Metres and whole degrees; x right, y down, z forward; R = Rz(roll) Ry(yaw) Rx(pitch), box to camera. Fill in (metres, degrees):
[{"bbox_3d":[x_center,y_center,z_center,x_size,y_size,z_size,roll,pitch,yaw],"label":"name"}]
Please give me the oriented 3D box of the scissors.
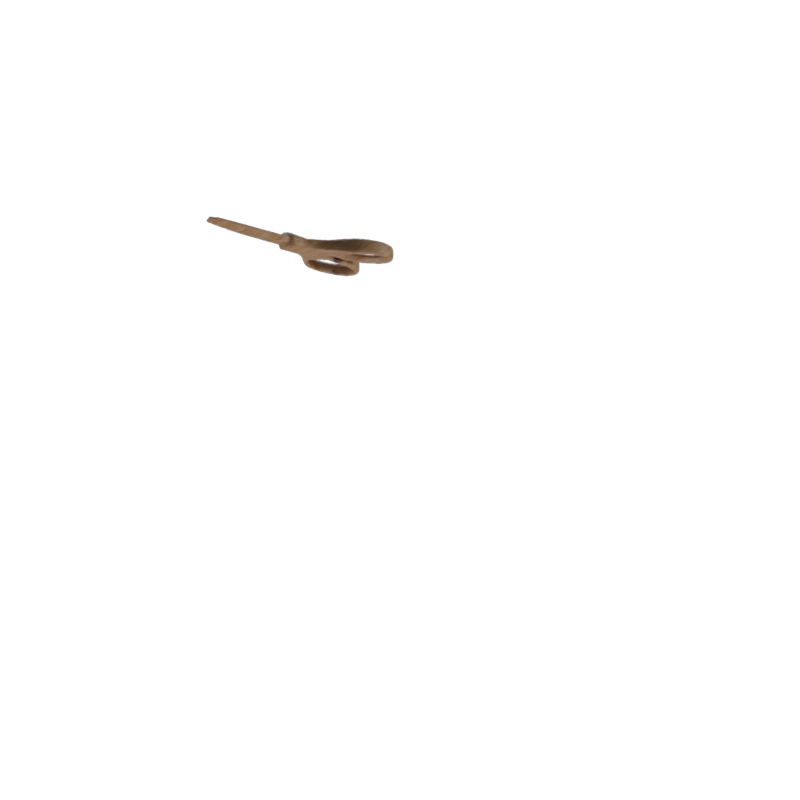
[{"bbox_3d":[-0.078,-0.142,0.993,0.098,0.016,0.191,-4,-10,26],"label":"scissors"}]
